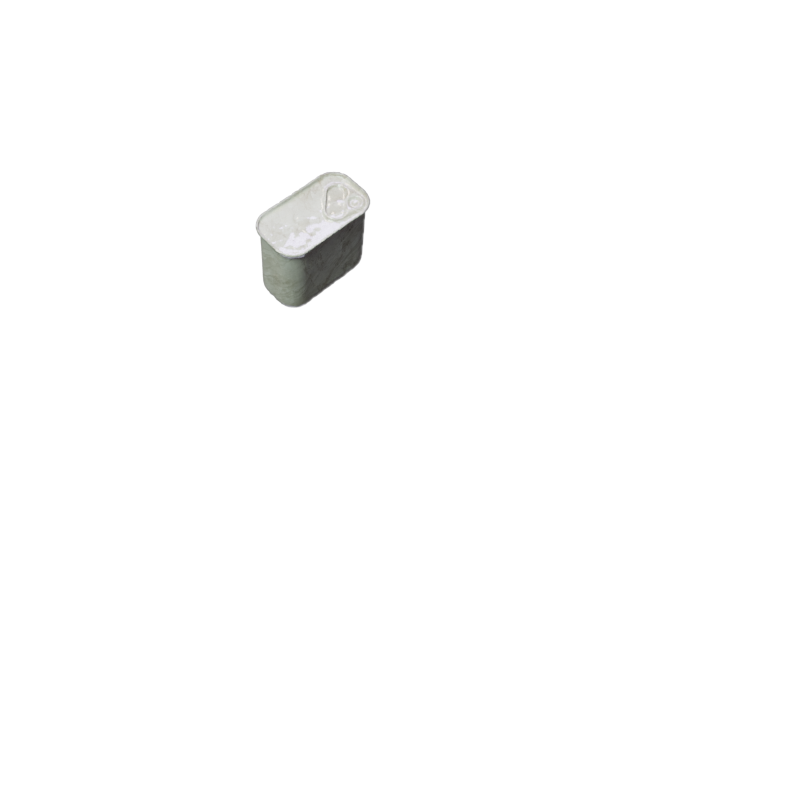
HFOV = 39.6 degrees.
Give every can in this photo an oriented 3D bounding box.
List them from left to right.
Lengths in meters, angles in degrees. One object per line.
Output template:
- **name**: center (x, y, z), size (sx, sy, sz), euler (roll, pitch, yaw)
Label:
- **can**: center (-0.077, -0.141, 0.989), size (0.103, 0.061, 0.078), euler (-38, -24, -24)
